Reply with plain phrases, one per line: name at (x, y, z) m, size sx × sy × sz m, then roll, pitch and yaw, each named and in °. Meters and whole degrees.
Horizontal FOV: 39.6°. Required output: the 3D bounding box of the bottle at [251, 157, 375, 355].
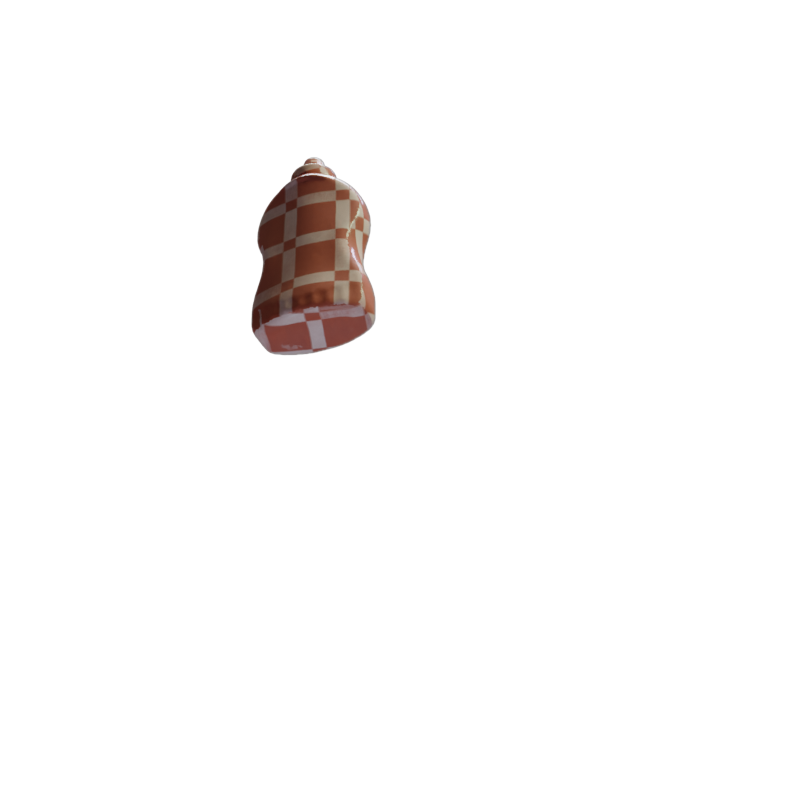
bottle at (-0.072, -0.131, 0.919) m, size 0.097 × 0.206 × 0.054 m, roll -17°, pitch -41°, yaw 16°
